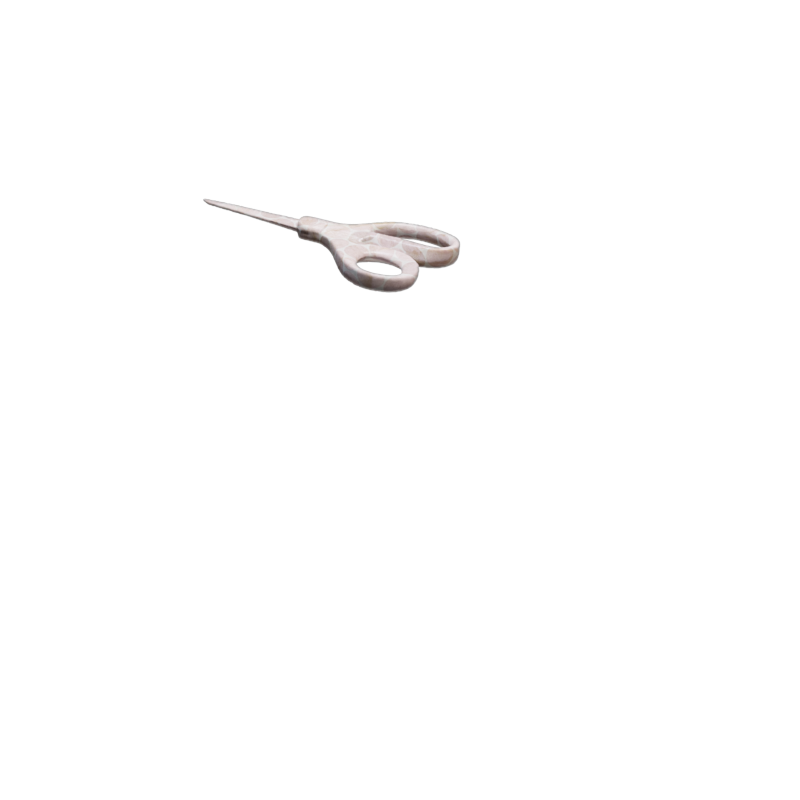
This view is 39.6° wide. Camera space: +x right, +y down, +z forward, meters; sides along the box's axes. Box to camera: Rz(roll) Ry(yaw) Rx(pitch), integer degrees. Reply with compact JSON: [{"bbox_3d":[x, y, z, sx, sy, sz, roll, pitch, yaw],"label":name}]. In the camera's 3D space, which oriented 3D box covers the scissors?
[{"bbox_3d":[-0.061,-0.111,0.778,0.206,0.015,0.100,9,33,14],"label":"scissors"}]
